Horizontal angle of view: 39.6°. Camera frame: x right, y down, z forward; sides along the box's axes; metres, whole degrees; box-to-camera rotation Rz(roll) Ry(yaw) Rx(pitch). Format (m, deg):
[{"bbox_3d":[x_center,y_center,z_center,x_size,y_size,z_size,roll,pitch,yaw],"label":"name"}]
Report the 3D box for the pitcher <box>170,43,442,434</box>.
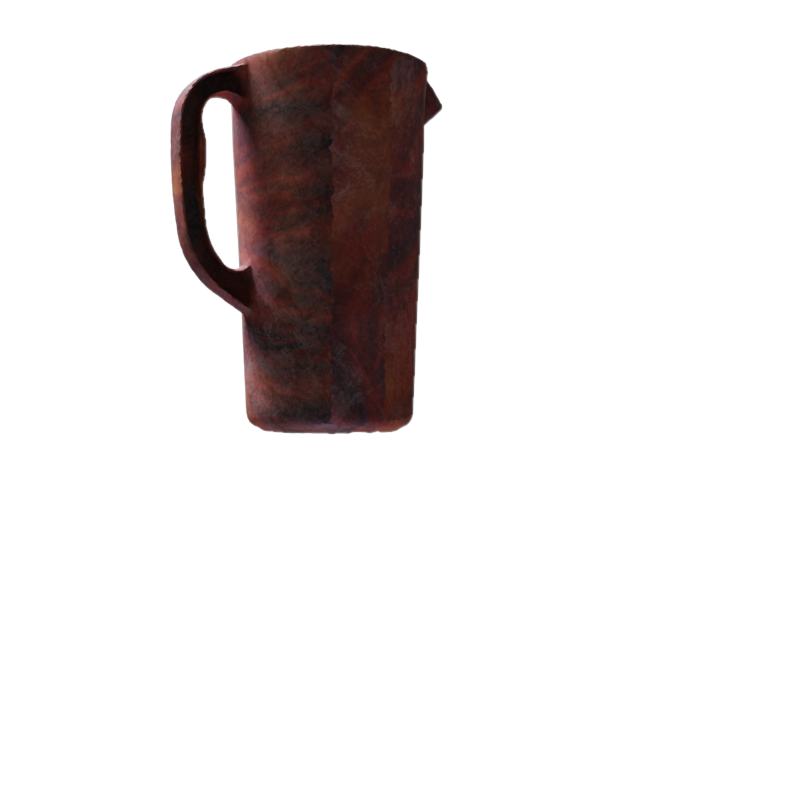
[{"bbox_3d":[-0.057,-0.103,0.722,0.152,0.246,0.140,-2,-5,18],"label":"pitcher"}]
